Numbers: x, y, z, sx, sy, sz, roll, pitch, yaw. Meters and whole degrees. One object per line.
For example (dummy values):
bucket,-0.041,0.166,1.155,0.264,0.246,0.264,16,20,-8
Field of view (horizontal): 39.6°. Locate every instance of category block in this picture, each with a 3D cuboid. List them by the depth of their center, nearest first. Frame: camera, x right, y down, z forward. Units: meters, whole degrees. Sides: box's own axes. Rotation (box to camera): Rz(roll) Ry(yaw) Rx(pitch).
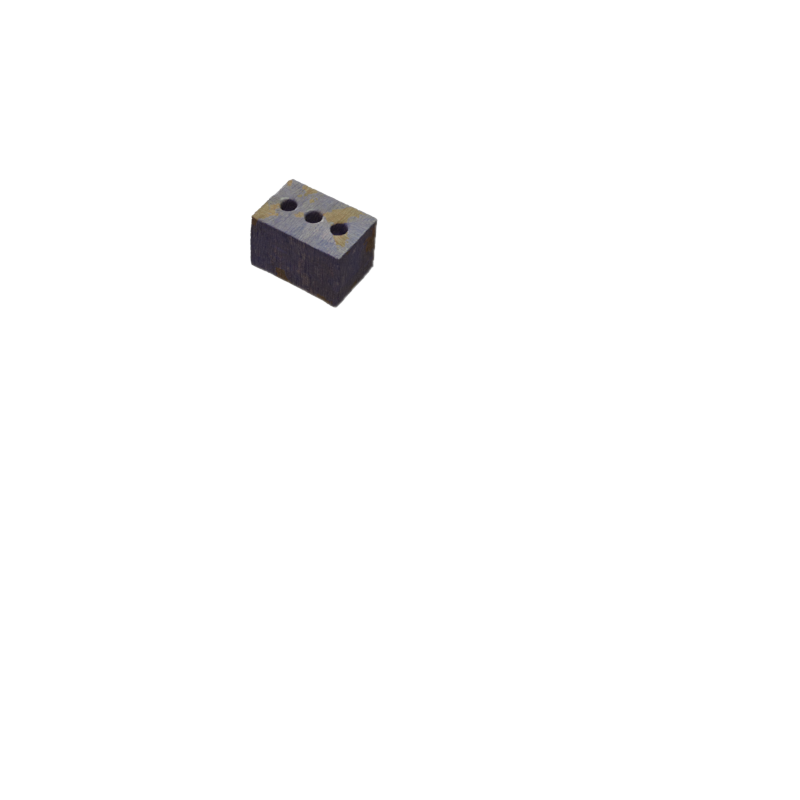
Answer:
block,-0.063,-0.114,0.801,0.082,0.048,0.054,27,53,21
